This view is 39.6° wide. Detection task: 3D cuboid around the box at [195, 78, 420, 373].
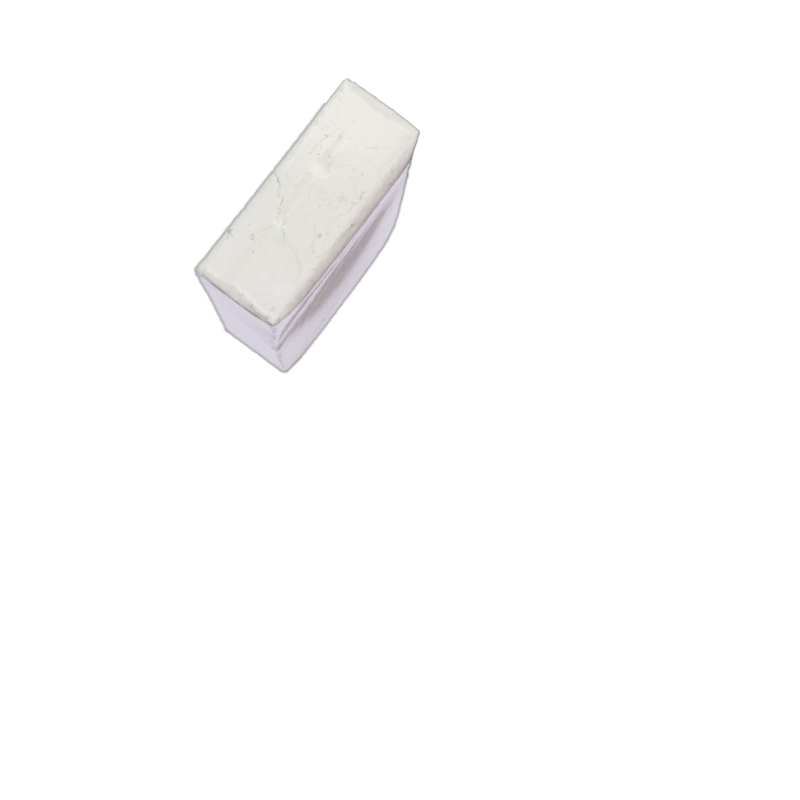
[{"bbox_3d":[-0.063,-0.115,0.806,0.073,0.166,0.209,35,-9,1],"label":"box"}]
